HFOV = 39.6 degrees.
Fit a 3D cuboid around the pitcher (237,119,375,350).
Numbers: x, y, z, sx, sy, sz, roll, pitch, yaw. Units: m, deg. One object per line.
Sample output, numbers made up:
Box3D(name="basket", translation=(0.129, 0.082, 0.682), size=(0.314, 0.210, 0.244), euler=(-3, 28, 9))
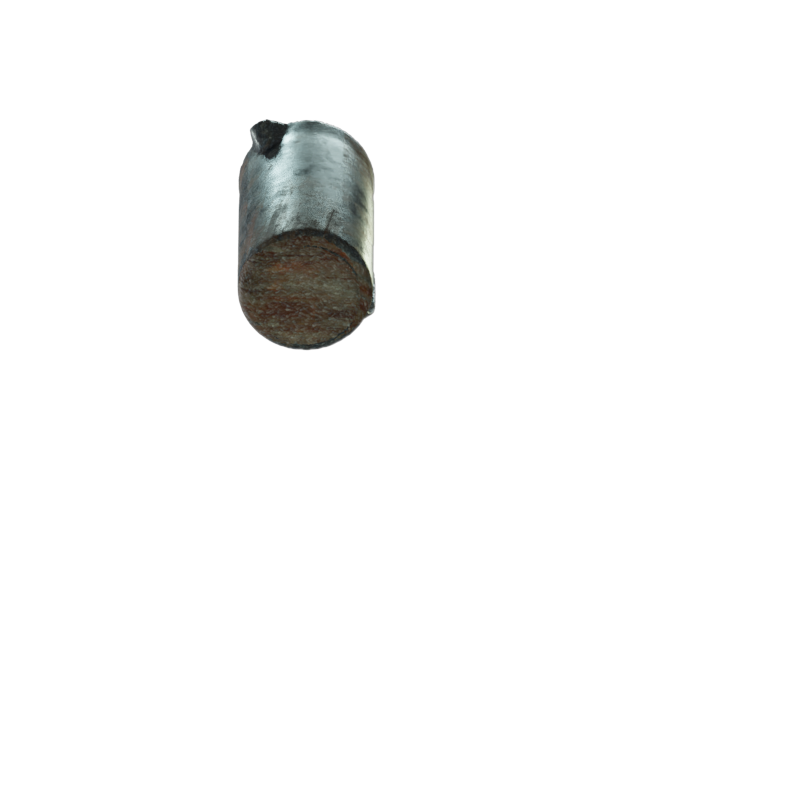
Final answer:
Box3D(name="pitcher", translation=(-0.077, -0.140, 0.984), size=(0.147, 0.138, 0.258), euler=(10, 29, -9))
